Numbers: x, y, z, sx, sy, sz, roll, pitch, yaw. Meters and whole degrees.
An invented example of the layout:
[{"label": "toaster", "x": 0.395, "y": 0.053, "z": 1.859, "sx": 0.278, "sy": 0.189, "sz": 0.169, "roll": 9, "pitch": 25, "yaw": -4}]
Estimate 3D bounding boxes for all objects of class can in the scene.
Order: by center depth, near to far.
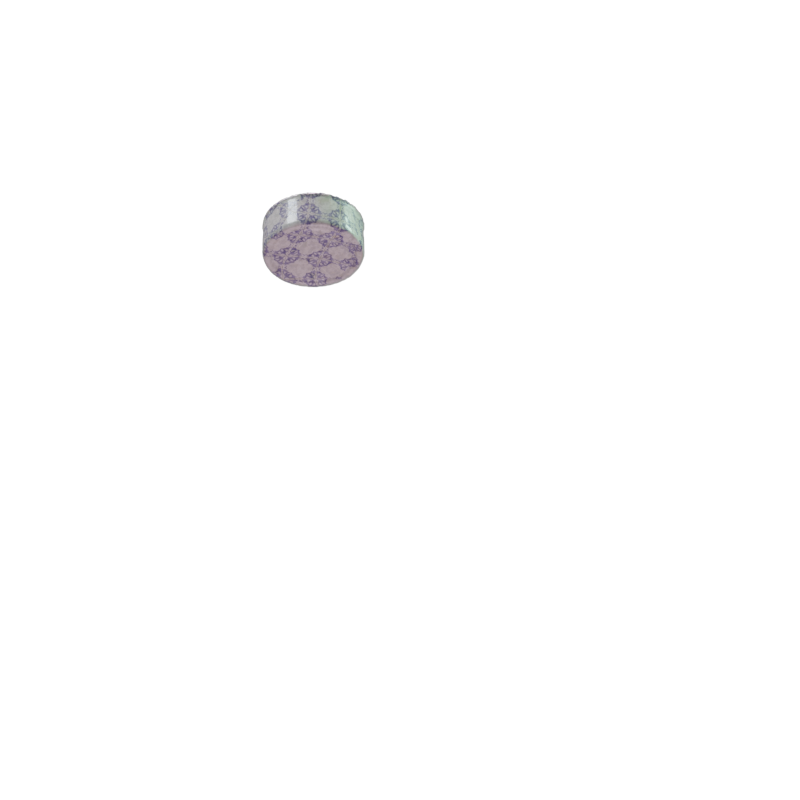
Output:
[{"label": "can", "x": -0.072, "y": -0.132, "z": 0.922, "sx": 0.086, "sy": 0.036, "sz": 0.080, "roll": 1, "pitch": -35, "yaw": -2}]
